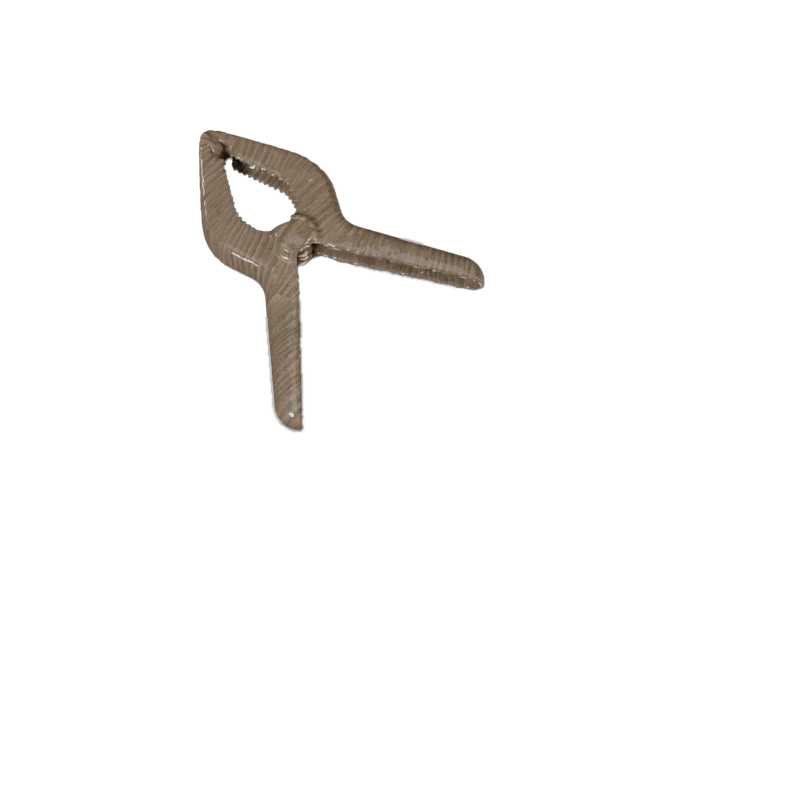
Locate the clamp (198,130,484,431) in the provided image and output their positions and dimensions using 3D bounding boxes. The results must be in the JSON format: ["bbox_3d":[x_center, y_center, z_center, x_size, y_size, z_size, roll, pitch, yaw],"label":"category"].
[{"bbox_3d":[-0.058,-0.106,0.740,0.164,0.221,0.035,-30,-19,-12],"label":"clamp"}]
